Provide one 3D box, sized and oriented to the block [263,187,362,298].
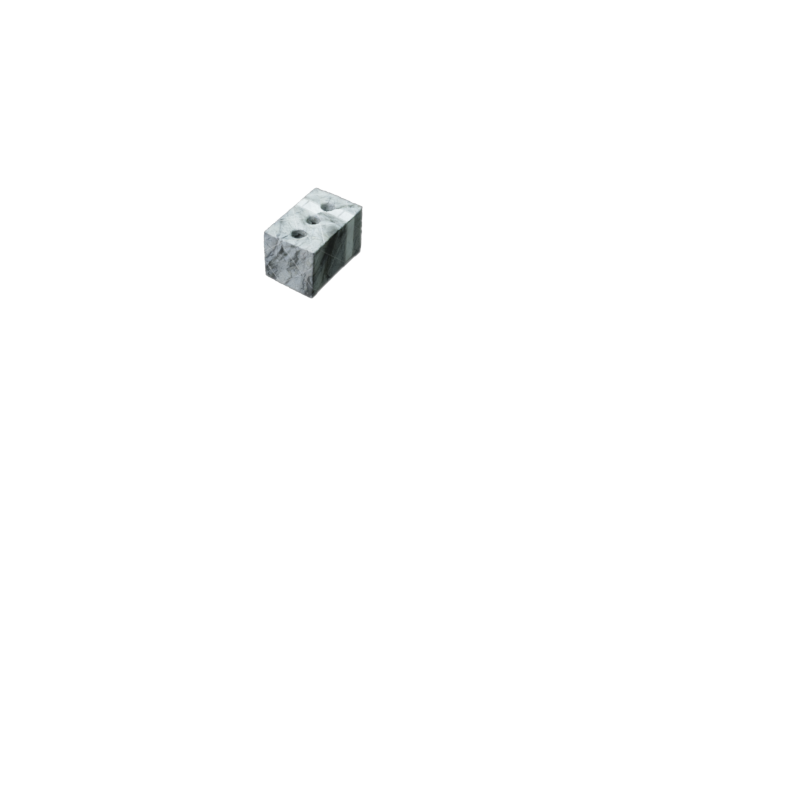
[{"bbox_3d":[-0.075,-0.137,0.959,0.055,0.048,0.080,24,49,21],"label":"block"}]
